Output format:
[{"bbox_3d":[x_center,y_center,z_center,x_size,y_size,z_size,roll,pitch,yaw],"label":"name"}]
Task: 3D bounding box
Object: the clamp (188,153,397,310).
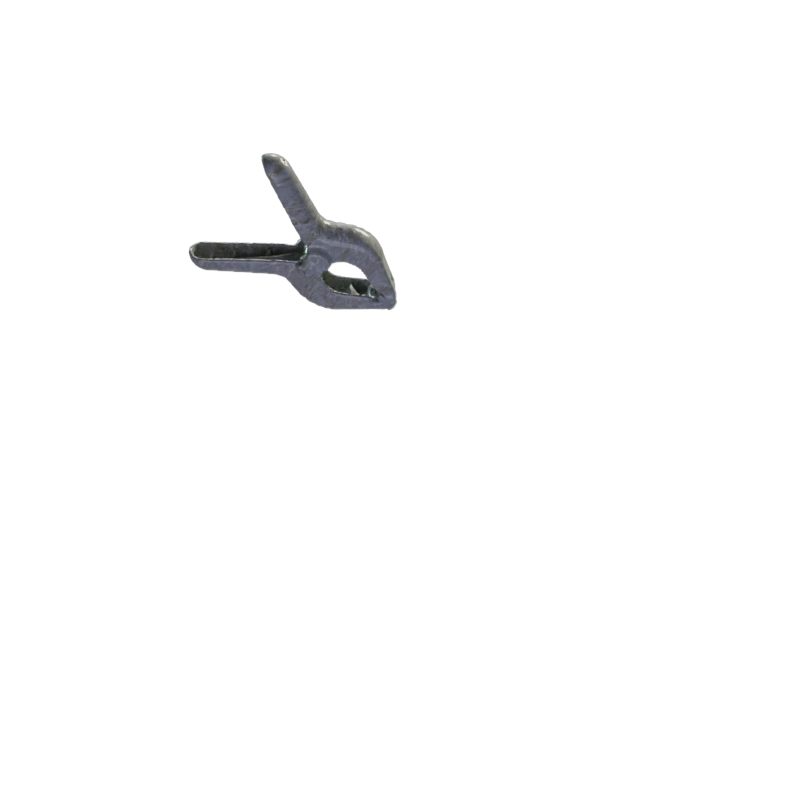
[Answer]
[{"bbox_3d":[-0.069,-0.126,0.881,0.165,0.042,0.116,18,-45,-20],"label":"clamp"}]
